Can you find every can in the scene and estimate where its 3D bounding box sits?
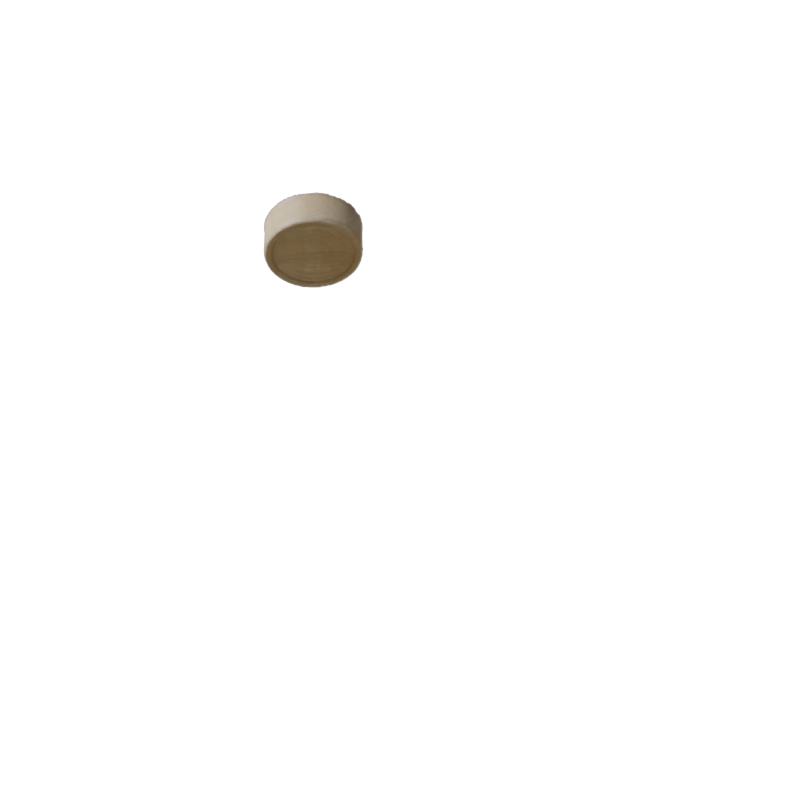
[{"bbox_3d":[-0.074,-0.136,0.950,0.086,0.036,0.080,1,-40,-2],"label":"can"}]
